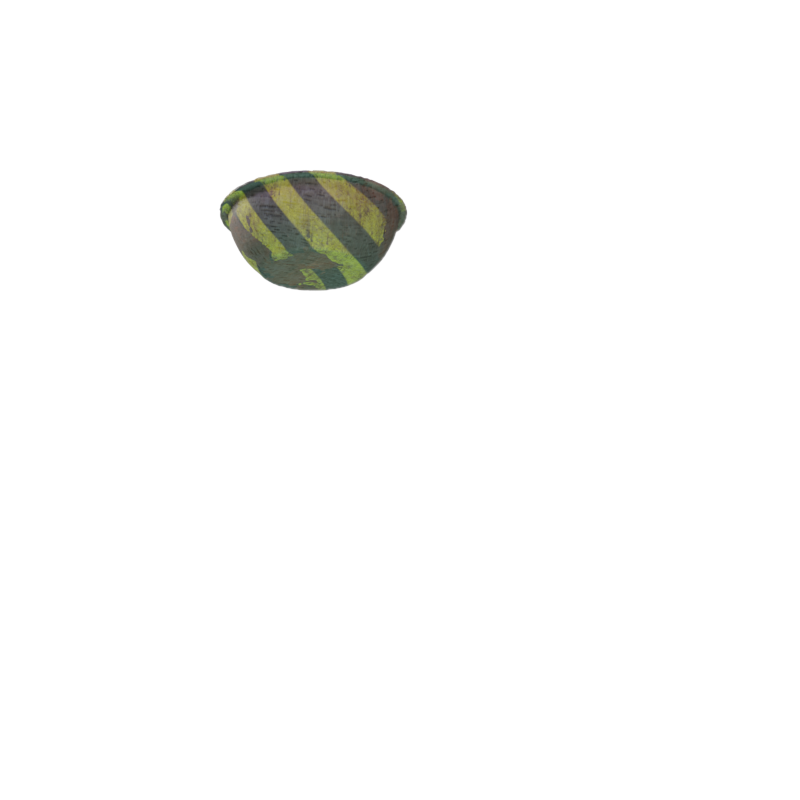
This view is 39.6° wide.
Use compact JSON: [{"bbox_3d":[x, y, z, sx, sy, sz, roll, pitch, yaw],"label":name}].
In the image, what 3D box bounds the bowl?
[{"bbox_3d":[-0.074,-0.135,0.944,0.162,0.058,0.155,0,-18,-2],"label":"bowl"}]
